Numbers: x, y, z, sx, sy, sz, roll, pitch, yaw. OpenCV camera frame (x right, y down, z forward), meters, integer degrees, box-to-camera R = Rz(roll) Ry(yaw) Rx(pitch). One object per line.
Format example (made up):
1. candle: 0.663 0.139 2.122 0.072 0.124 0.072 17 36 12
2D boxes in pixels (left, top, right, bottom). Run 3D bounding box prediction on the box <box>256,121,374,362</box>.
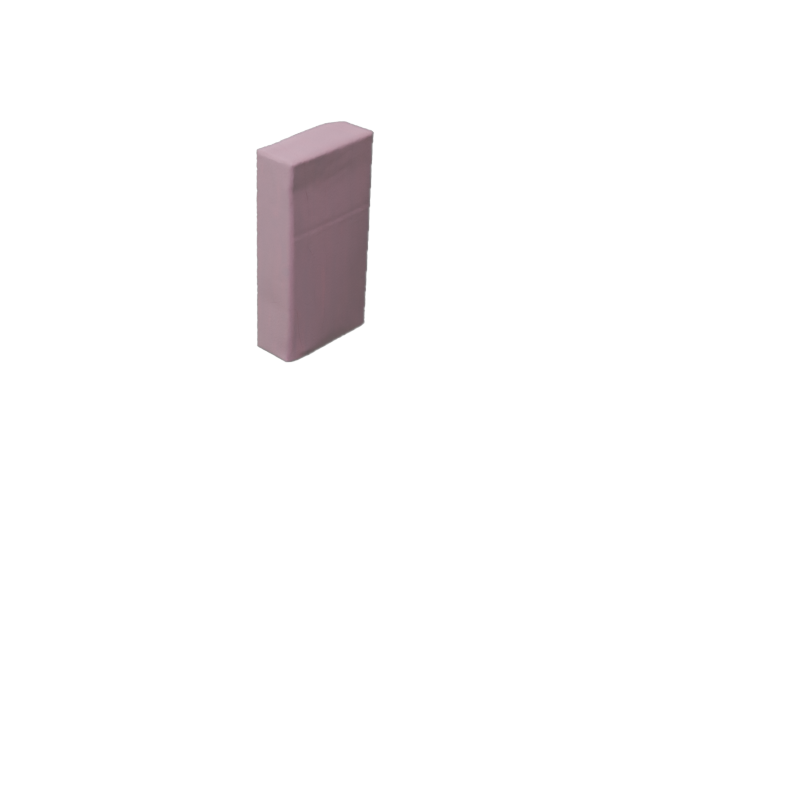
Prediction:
1. box: -0.069 -0.125 0.875 0.051 0.166 0.093 24 36 34
